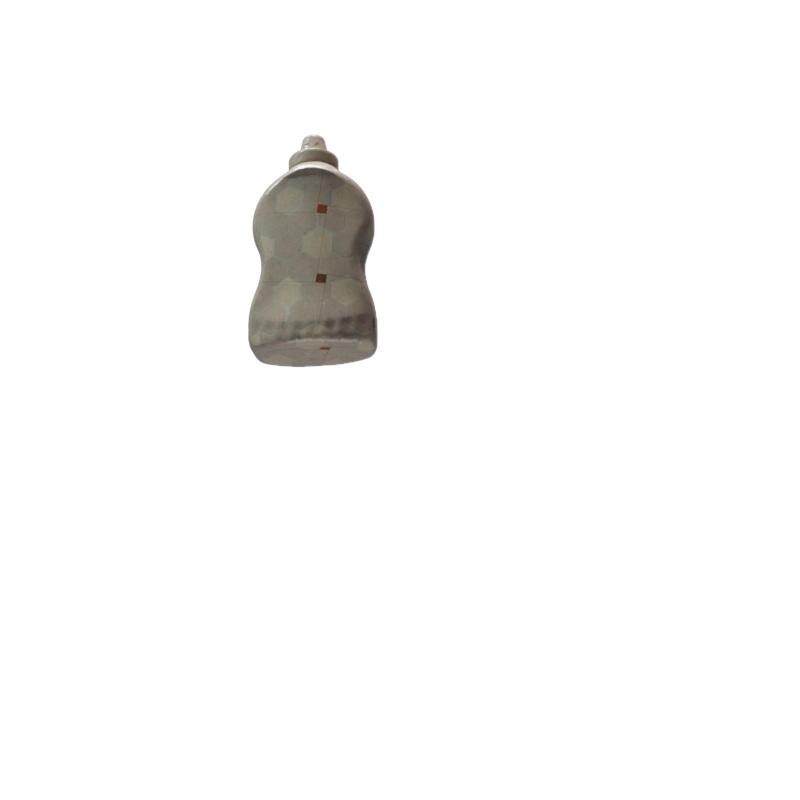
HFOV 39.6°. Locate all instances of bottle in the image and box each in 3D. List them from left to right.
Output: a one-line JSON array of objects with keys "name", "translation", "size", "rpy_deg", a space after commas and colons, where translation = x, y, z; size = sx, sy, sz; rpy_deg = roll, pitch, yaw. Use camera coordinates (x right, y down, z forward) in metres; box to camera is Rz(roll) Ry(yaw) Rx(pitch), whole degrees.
[{"name": "bottle", "translation": [-0.068, -0.124, 0.871], "size": [0.097, 0.203, 0.055], "rpy_deg": [-5, -26, 8]}]
